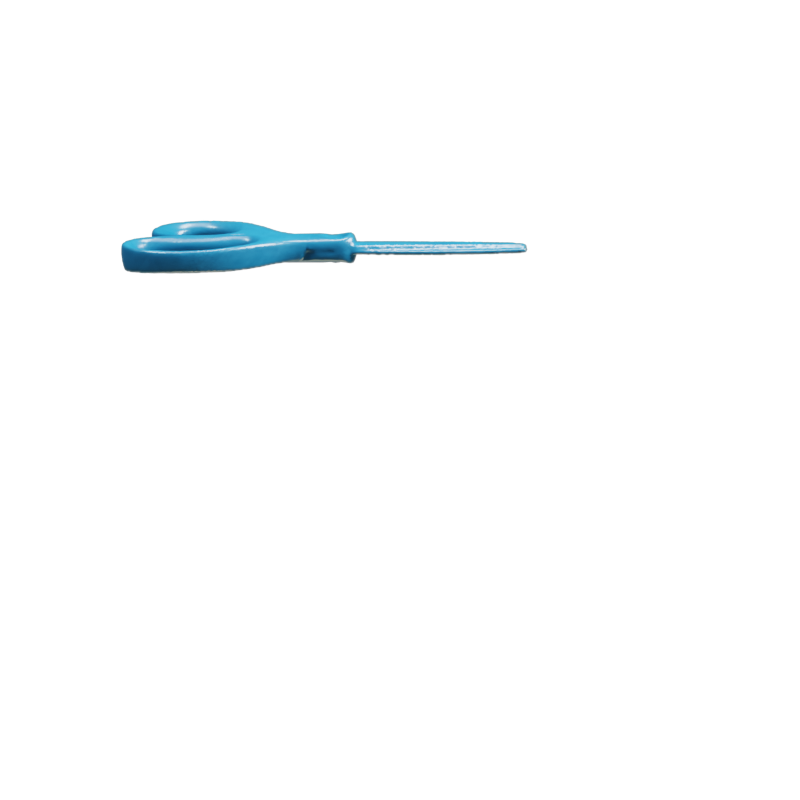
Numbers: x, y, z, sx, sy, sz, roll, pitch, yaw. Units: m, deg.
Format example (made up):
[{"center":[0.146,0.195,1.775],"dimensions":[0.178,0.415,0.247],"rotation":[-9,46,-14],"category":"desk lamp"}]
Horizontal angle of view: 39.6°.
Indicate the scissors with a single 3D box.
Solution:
[{"center":[-0.046,-0.083,0.584],"dimensions":[0.198,0.015,0.101],"rotation":[-5,19,-15],"category":"scissors"}]
